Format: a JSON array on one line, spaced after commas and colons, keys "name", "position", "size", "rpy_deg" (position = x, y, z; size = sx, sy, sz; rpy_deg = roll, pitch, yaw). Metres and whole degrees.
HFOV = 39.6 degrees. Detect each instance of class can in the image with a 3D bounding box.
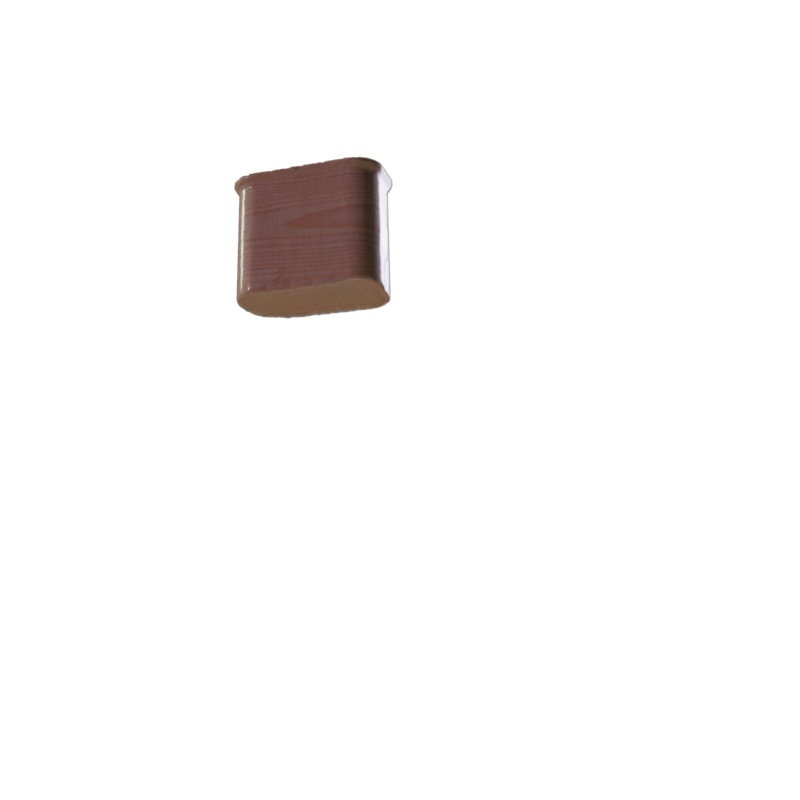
[{"name": "can", "position": [-0.056, -0.102, 0.714], "size": [0.104, 0.088, 0.054], "rpy_deg": [-7, -21, 16]}]
